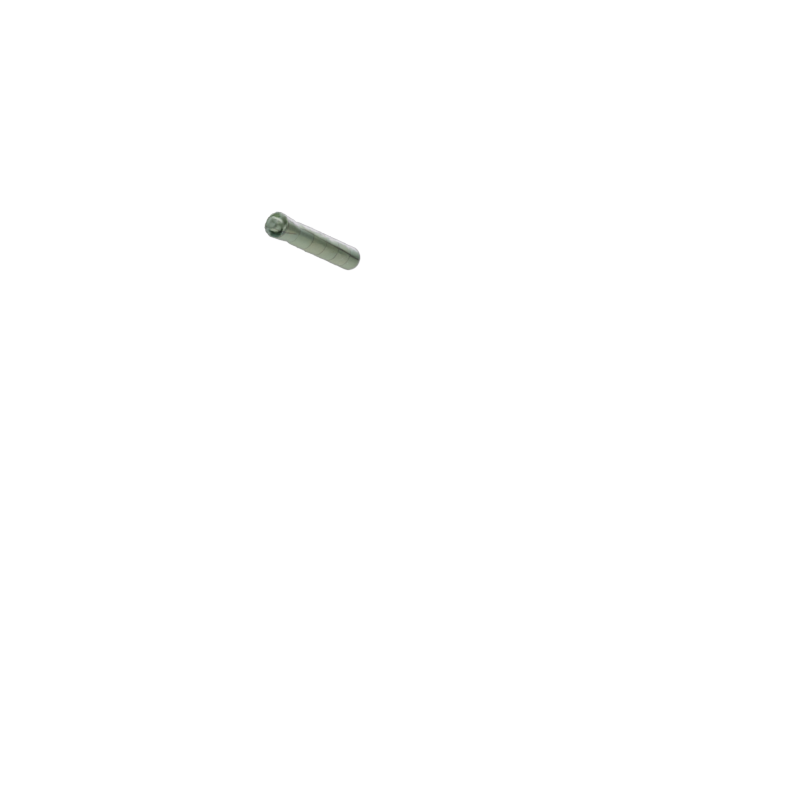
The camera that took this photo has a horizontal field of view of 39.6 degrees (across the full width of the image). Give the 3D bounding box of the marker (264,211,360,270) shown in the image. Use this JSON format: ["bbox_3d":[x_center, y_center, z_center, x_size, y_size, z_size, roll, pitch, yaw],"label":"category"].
[{"bbox_3d":[-0.064,-0.116,0.812,0.020,0.020,0.115,2,-5,26],"label":"marker"}]
